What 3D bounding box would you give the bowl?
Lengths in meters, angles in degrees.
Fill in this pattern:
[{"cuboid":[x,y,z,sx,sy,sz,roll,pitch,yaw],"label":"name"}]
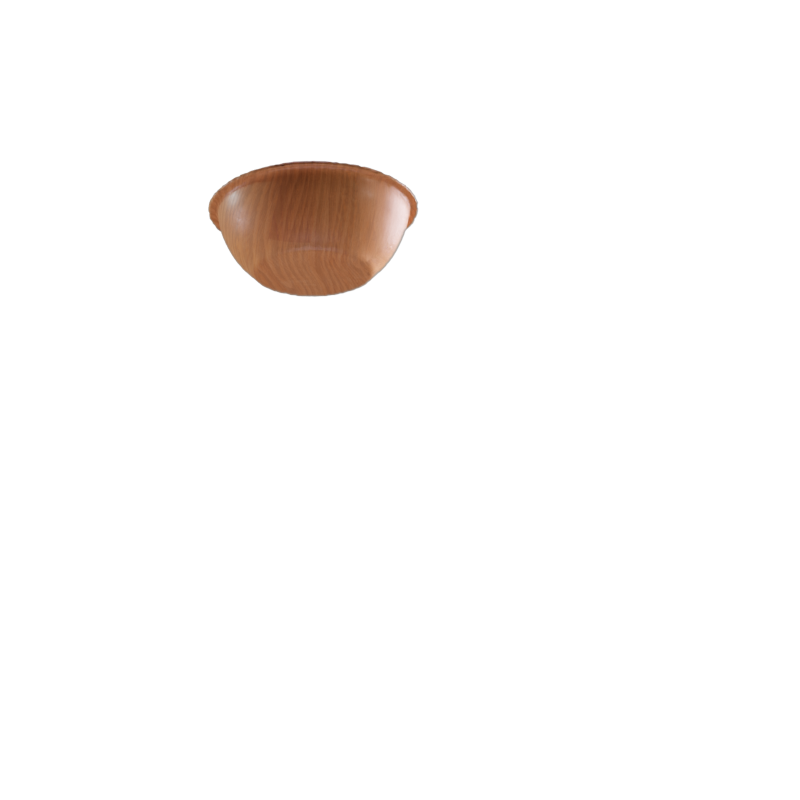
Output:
[{"cuboid":[-0.066,-0.121,0.846,0.162,0.058,0.155,0,-19,-2],"label":"bowl"}]
